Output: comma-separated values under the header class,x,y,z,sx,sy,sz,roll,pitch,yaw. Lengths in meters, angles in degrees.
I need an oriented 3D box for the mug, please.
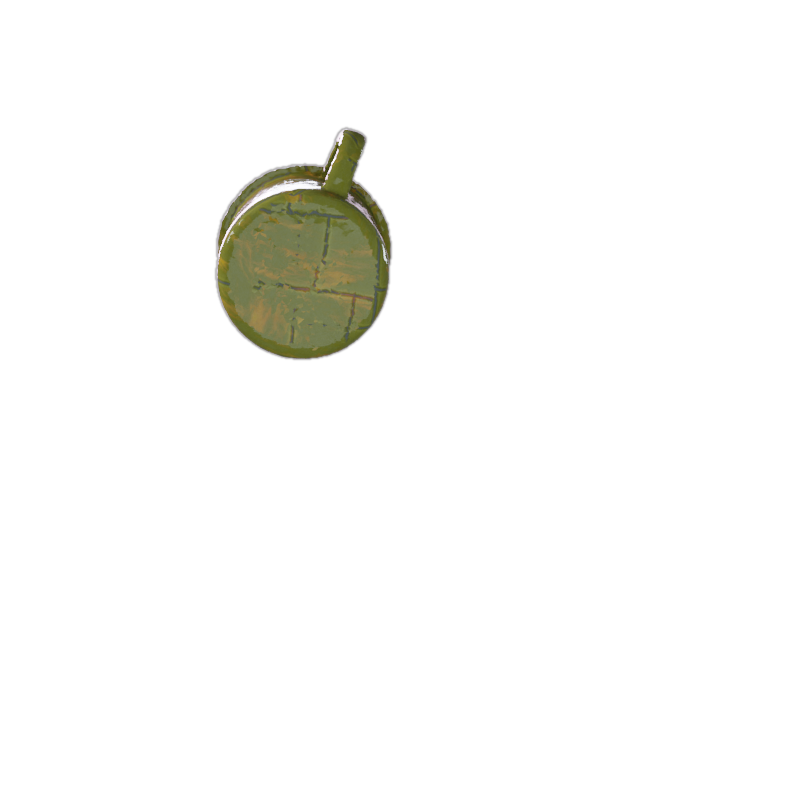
class,x,y,z,sx,sy,sz,roll,pitch,yaw
mug,-0.043,-0.079,0.551,0.092,0.115,0.084,24,9,-7
